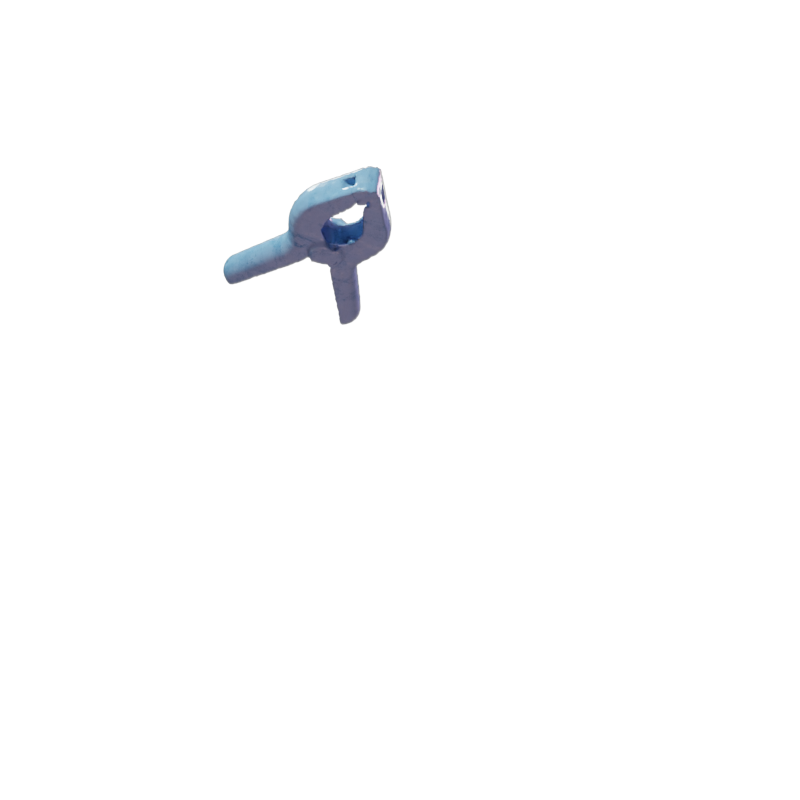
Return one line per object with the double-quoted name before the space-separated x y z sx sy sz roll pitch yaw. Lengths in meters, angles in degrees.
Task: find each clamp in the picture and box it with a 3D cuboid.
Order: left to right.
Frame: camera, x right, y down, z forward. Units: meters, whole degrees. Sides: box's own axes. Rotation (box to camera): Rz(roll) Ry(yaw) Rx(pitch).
"clamp" -0.068 -0.125 0.874 0.117 0.042 0.164 11 -38 -14
